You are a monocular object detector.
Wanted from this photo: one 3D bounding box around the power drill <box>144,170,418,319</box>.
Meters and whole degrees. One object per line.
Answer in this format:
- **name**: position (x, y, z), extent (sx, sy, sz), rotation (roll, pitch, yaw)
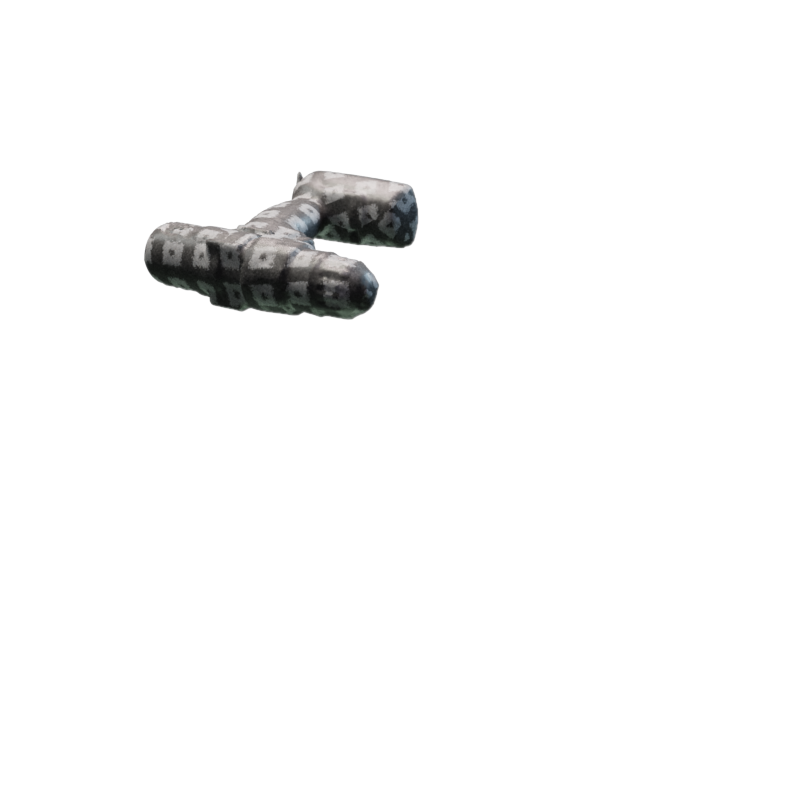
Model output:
- **power drill**: position (-0.063, -0.115, 0.806), extent (0.193, 0.055, 0.188), rotation (15, 28, 29)
